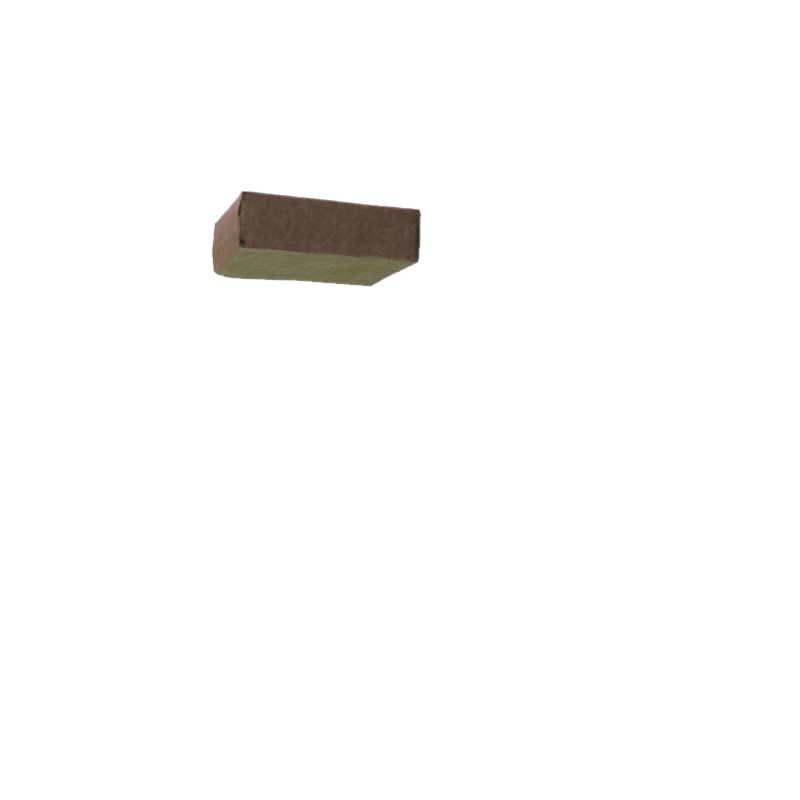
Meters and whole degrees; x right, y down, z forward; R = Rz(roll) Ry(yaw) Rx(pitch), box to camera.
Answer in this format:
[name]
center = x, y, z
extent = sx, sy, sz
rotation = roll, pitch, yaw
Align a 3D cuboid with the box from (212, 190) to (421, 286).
[box]
center = -0.054, -0.098, 0.688
extent = 0.111, 0.040, 0.090
rotation = 2, -6, -17
